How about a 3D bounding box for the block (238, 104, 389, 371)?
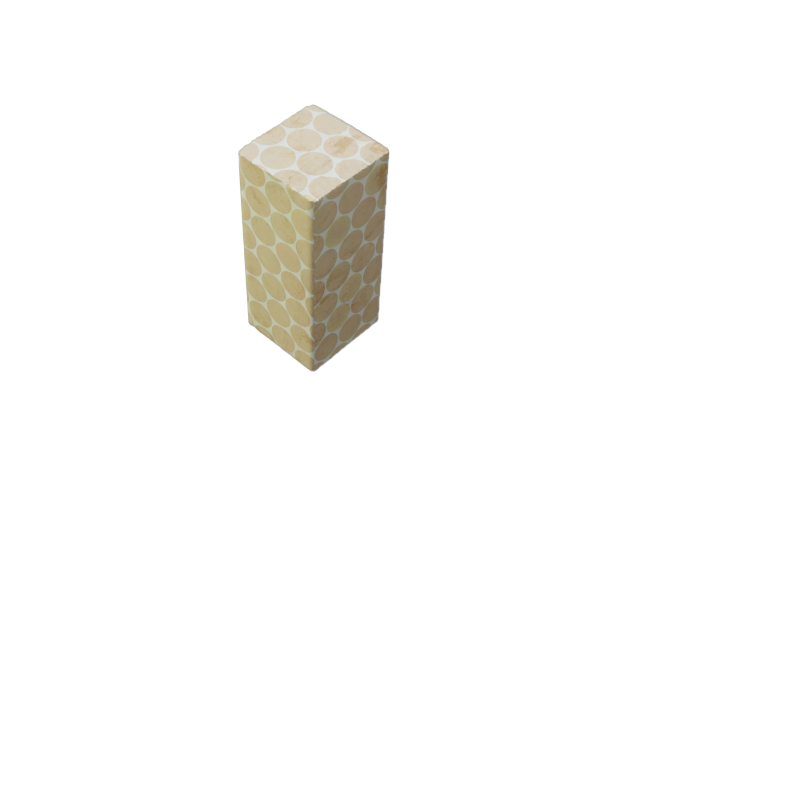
[{"bbox_3d":[-0.075,-0.137,0.957,0.096,0.192,0.092,36,56,24],"label":"block"}]
